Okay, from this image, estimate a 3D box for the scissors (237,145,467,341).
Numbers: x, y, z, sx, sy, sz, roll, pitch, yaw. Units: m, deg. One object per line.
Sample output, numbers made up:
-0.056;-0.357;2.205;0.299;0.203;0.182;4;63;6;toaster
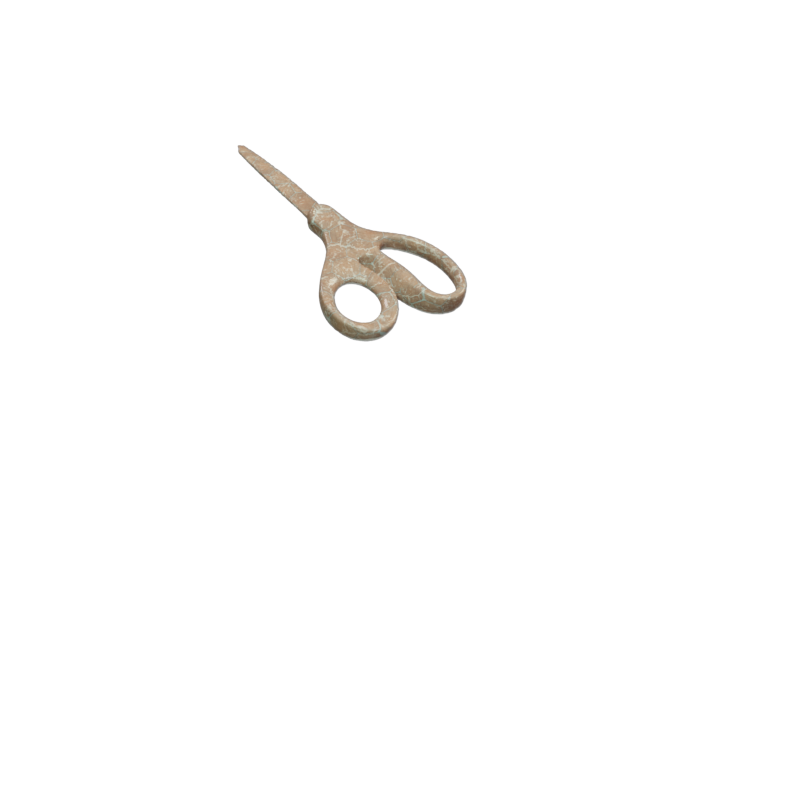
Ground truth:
-0.054;-0.099;0.693;0.213;0.015;0.098;30;53;25;scissors
